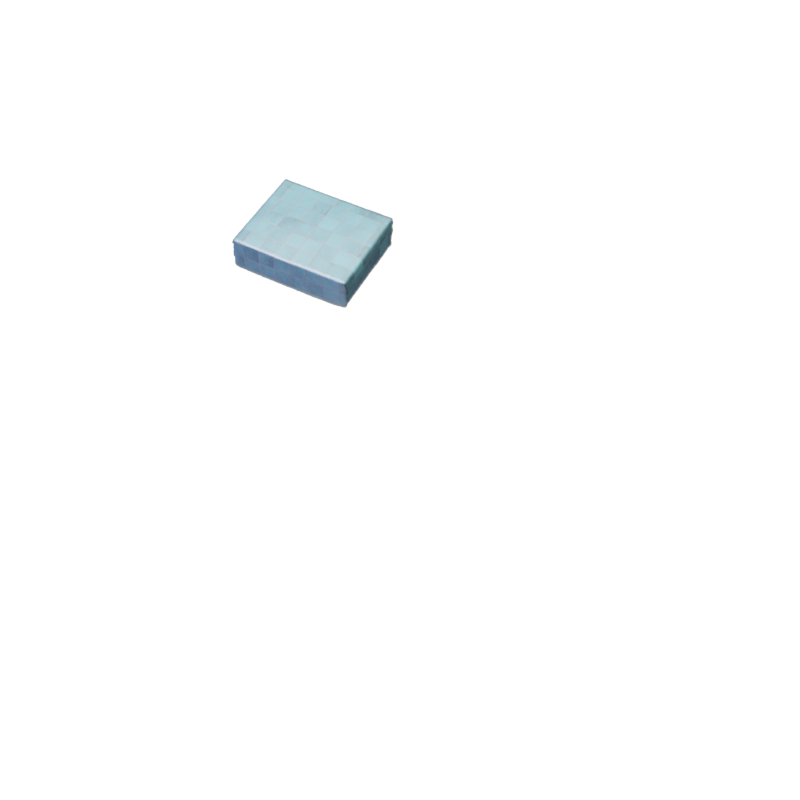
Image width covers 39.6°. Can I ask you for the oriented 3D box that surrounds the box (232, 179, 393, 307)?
[{"bbox_3d":[-0.076,-0.138,0.966,0.118,0.093,0.036,23,-36,17],"label":"box"}]
